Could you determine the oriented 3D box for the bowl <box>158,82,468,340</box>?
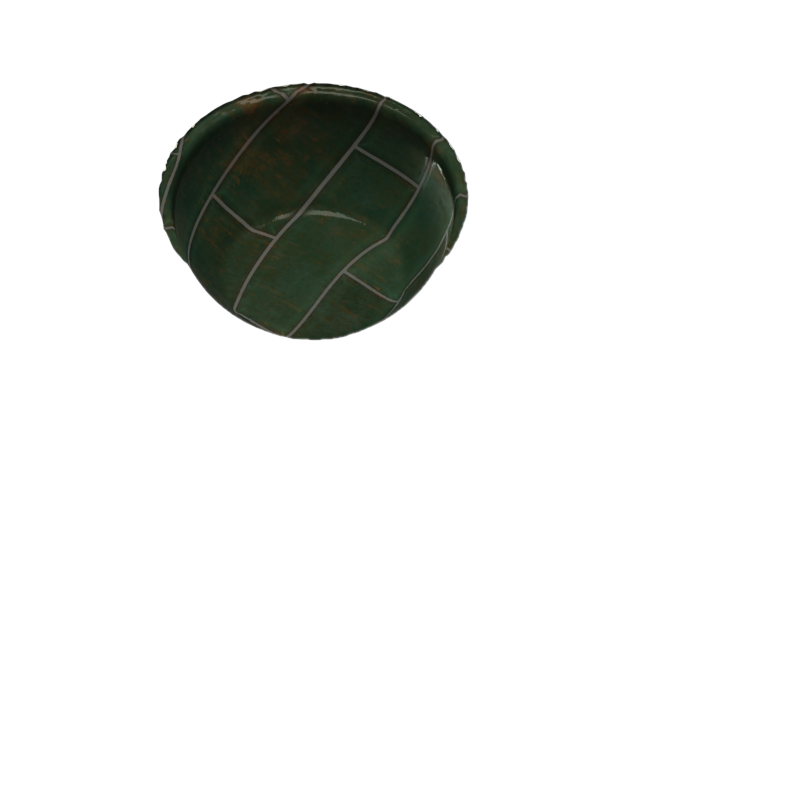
[{"bbox_3d":[-0.044,-0.080,0.562,0.162,0.059,0.151,1,-42,-1],"label":"bowl"}]
